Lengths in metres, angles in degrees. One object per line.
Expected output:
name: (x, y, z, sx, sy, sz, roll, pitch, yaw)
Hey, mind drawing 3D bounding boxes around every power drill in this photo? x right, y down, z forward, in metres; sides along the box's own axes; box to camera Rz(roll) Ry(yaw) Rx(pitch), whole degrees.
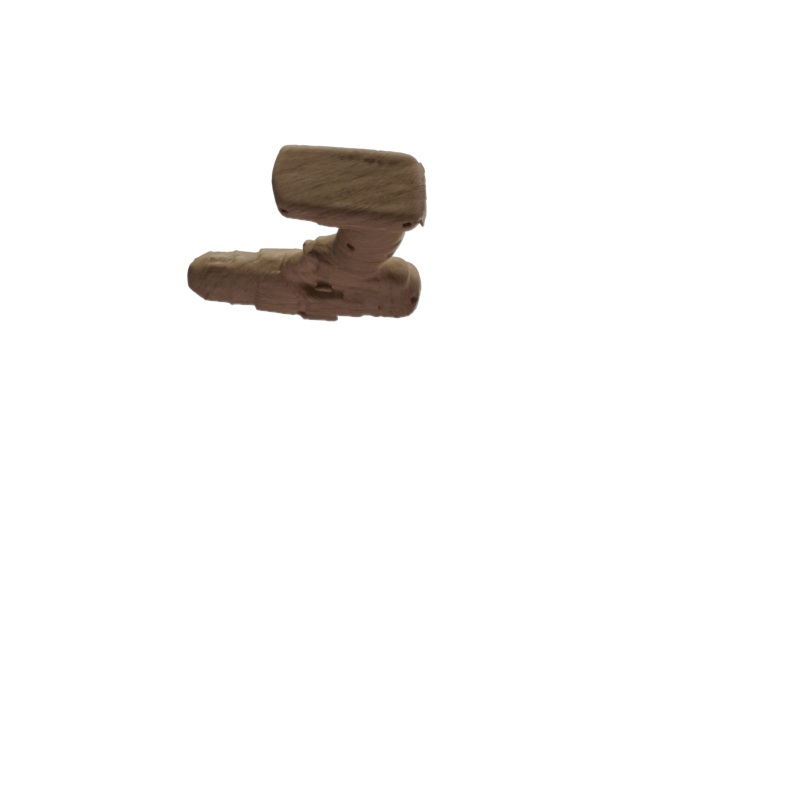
power drill: (-0.064, -0.117, 0.817, 0.183, 0.060, 0.180, 3, -20, -8)
